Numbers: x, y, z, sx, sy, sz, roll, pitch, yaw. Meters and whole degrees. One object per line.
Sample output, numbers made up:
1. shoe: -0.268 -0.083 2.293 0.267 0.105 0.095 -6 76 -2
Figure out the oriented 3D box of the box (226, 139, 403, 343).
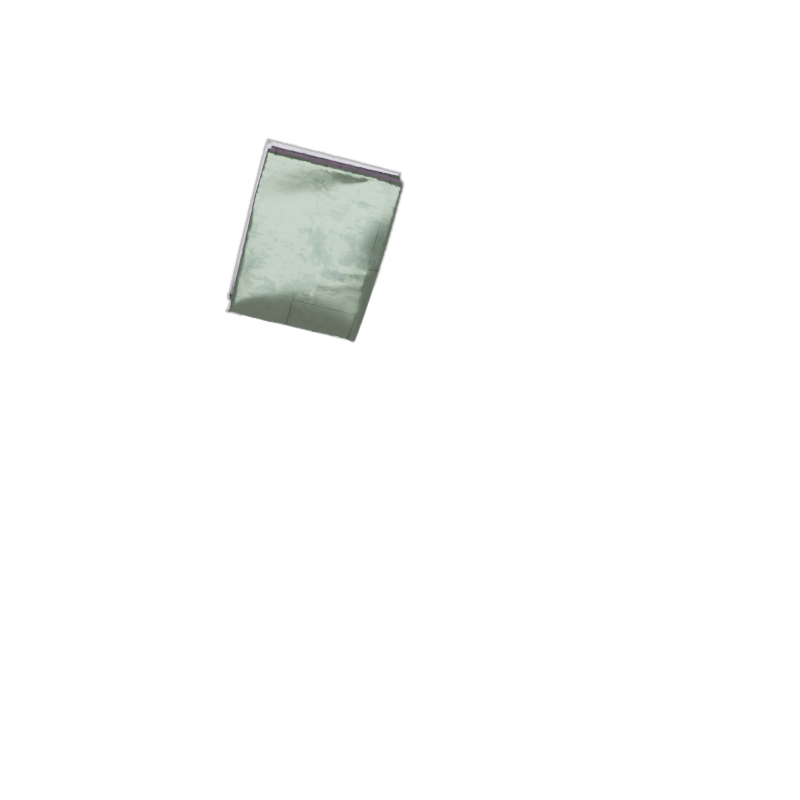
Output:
1. box: -0.056 -0.102 0.712 0.089 0.110 0.040 15 15 -5
